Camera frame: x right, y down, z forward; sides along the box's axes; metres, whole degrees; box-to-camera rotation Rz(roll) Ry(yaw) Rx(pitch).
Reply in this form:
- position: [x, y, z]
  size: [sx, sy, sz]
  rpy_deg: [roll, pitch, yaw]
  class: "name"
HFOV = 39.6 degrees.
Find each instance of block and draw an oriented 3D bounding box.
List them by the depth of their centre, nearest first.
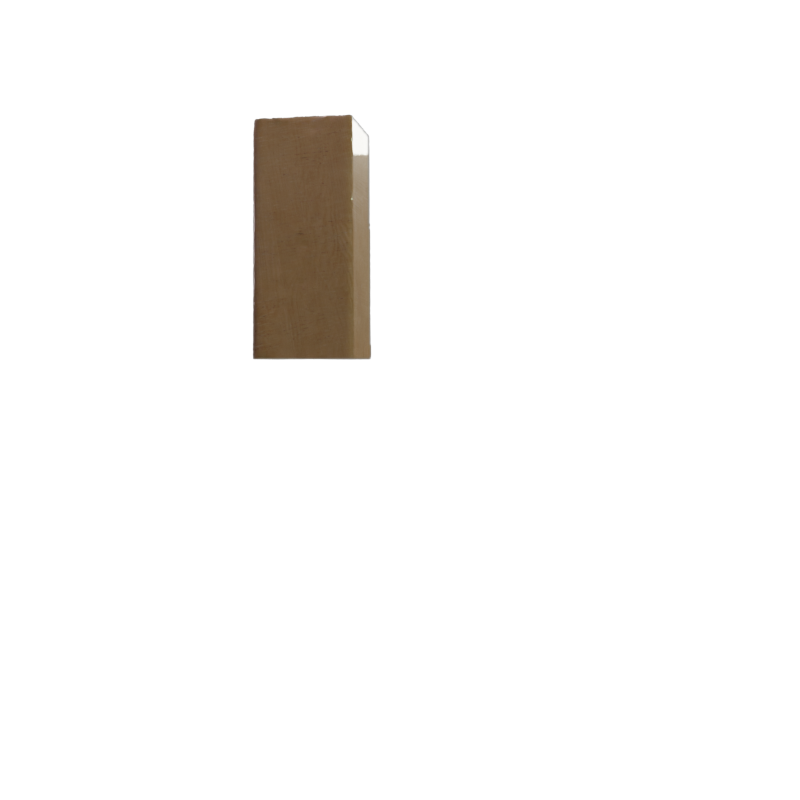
- position: [-0.077, -0.140, 0.978]
  size: [0.091, 0.209, 0.088]
  rpy_deg: [-1, -5, 10]
  class: "block"
